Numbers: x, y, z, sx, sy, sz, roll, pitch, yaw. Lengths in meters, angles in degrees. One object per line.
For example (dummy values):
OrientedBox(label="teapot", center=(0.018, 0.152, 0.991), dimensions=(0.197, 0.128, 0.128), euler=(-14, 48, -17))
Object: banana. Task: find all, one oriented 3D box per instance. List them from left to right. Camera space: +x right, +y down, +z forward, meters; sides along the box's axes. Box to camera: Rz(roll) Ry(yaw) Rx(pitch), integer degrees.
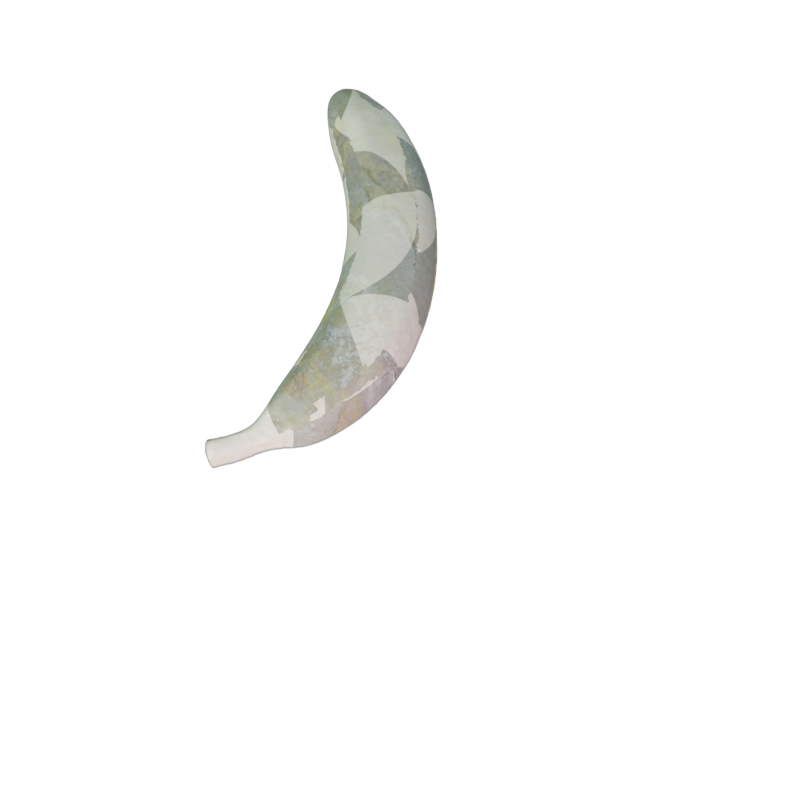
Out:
OrientedBox(label="banana", center=(-0.019, -0.058, 0.452), dimensions=(0.071, 0.209, 0.034), euler=(10, -36, 7))
